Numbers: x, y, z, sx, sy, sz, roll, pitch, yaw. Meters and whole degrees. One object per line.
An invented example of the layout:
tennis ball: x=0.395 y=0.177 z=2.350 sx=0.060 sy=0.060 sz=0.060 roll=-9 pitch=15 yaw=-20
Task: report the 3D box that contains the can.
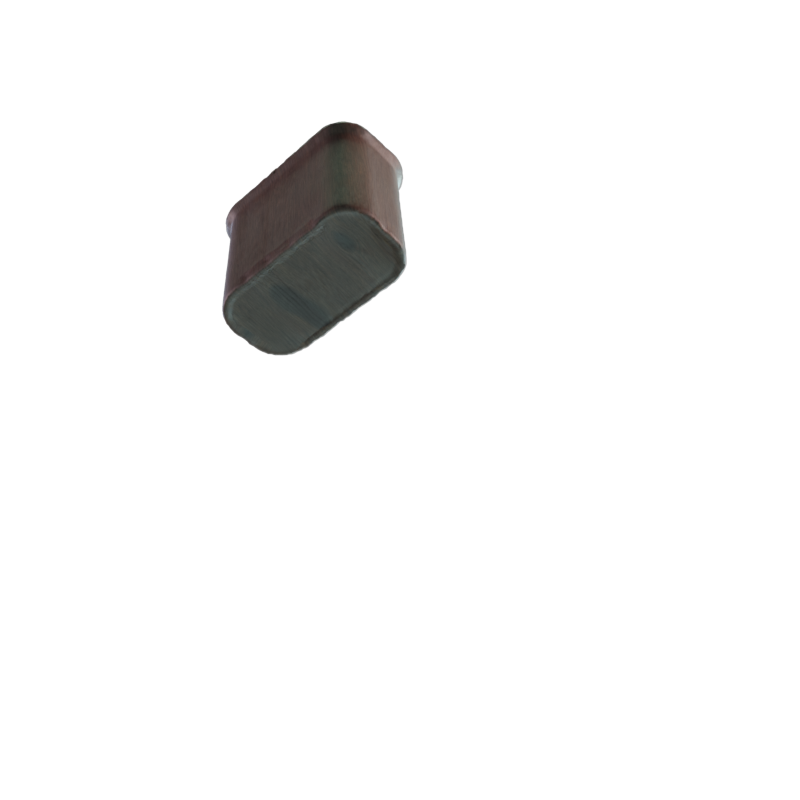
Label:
can: x=-0.045 y=-0.082 z=0.572 sx=0.101 sy=0.090 sz=0.054 roll=-36 pitch=-59 yaw=23
